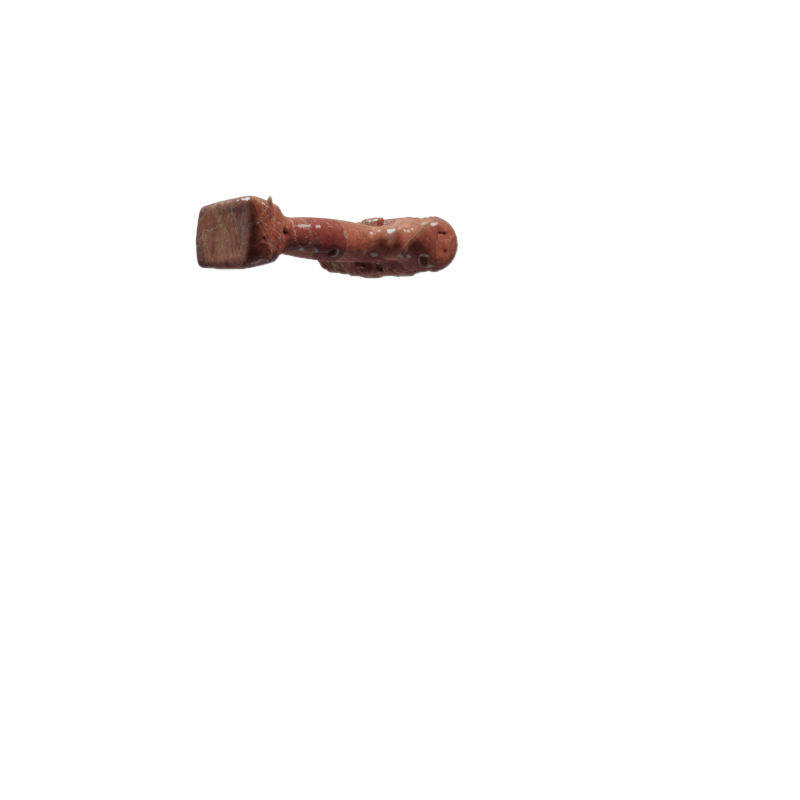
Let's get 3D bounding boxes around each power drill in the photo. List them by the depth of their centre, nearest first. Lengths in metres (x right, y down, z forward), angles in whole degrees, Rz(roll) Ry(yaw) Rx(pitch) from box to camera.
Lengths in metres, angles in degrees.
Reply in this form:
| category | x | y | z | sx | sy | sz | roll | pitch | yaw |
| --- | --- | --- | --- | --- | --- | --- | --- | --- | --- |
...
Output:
| category | x | y | z | sx | sy | sz | roll | pitch | yaw |
| --- | --- | --- | --- | --- | --- | --- | --- | --- | --- |
| power drill | -0.073 | -0.134 | 0.937 | 0.181 | 0.058 | 0.190 | -1 | 3 | -33 |
